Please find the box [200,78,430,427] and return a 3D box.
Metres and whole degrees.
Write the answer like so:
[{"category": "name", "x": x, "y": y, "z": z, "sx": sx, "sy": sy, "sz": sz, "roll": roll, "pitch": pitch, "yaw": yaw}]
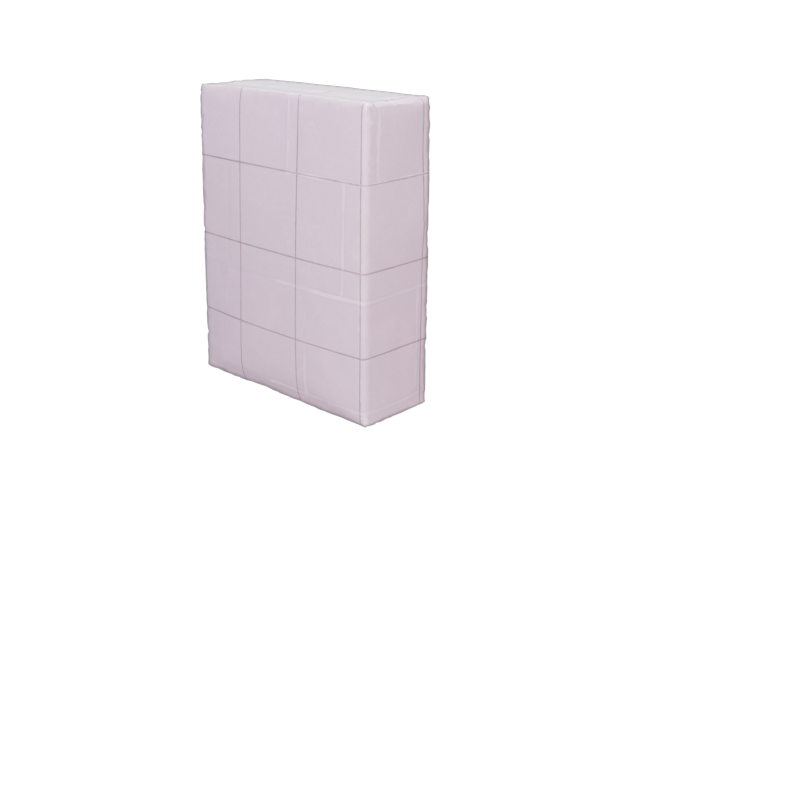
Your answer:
[{"category": "box", "x": -0.060, "y": -0.110, "z": 0.771, "sx": 0.174, "sy": 0.206, "sz": 0.070, "roll": 17, "pitch": 22, "yaw": 42}]
